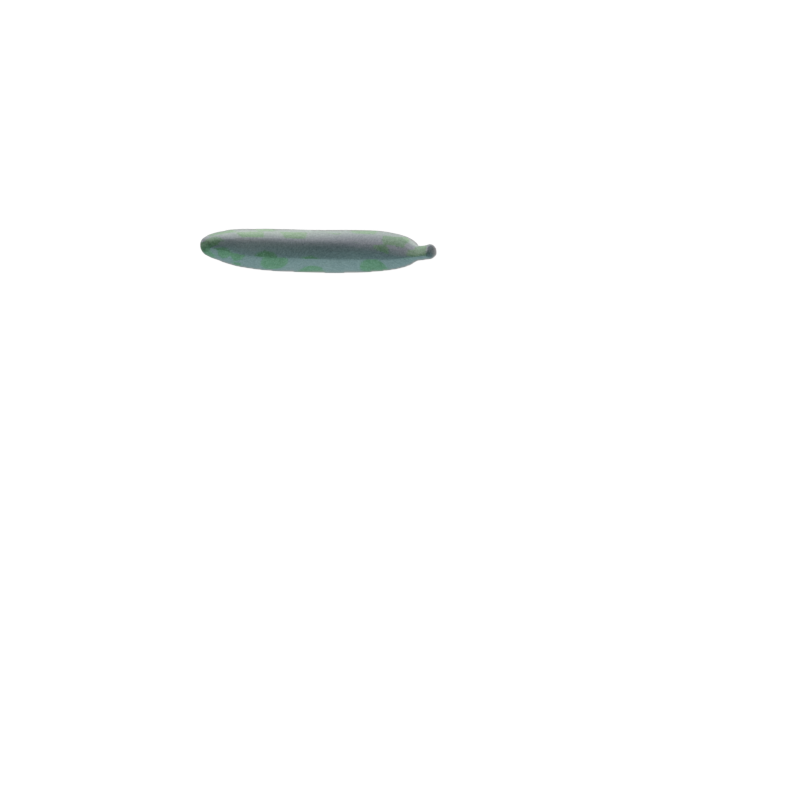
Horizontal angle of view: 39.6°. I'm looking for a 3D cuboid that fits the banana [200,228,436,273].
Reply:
[{"bbox_3d":[-0.071,-0.132,0.957,0.198,0.038,0.067,0,-9,0],"label":"banana"}]
